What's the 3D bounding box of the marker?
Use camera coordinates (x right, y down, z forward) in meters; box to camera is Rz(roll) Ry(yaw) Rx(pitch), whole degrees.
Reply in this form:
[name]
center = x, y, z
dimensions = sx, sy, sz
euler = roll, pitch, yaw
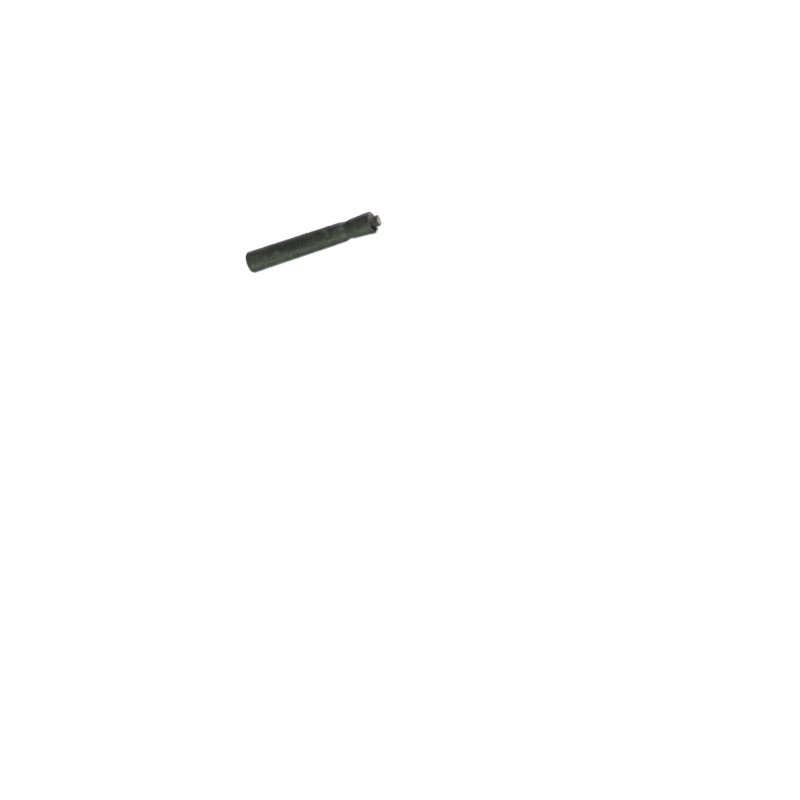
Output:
[marker]
center = -0.072, -0.131, 0.917
dimensions = 0.122, 0.020, 0.019
euler = -15, -2, 22
